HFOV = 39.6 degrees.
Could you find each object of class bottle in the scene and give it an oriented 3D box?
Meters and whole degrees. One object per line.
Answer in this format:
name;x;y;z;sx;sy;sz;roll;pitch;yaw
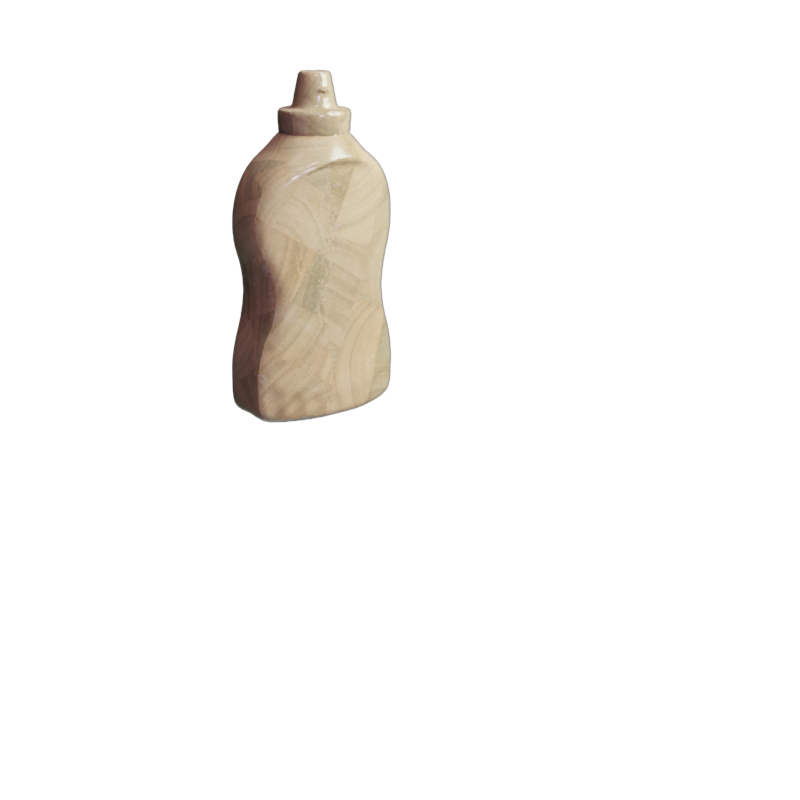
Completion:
bottle;-0.049;-0.089;0.627;0.093;0.186;0.062;-9;16;-35
